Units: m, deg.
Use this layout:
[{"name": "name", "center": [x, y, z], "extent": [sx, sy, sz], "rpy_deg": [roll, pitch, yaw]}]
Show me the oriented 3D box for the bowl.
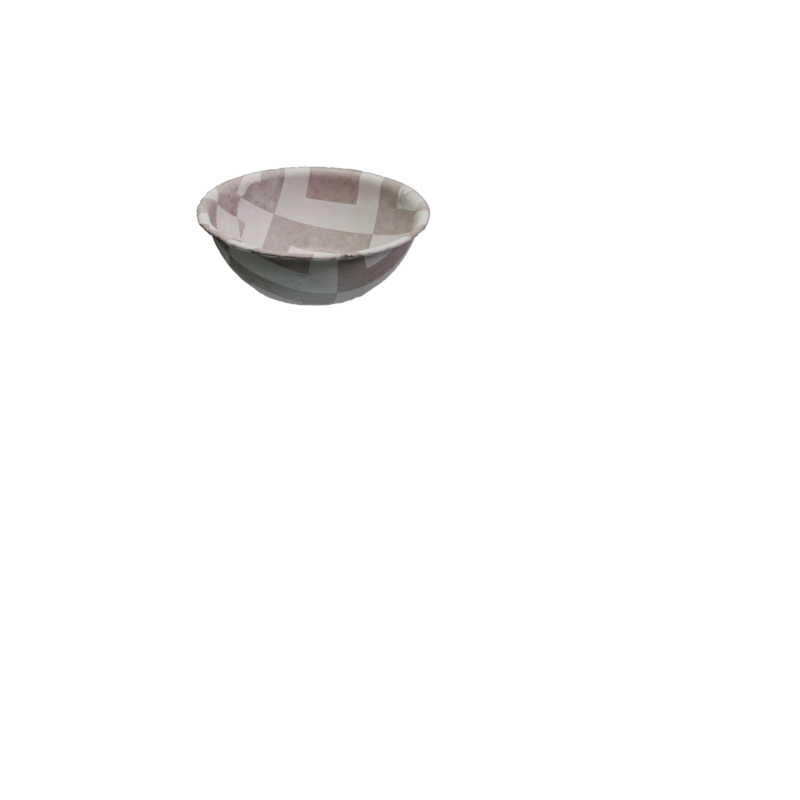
[{"name": "bowl", "center": [-0.061, -0.111, 0.776], "extent": [0.162, 0.052, 0.172], "rpy_deg": [-1, 30, -2]}]
